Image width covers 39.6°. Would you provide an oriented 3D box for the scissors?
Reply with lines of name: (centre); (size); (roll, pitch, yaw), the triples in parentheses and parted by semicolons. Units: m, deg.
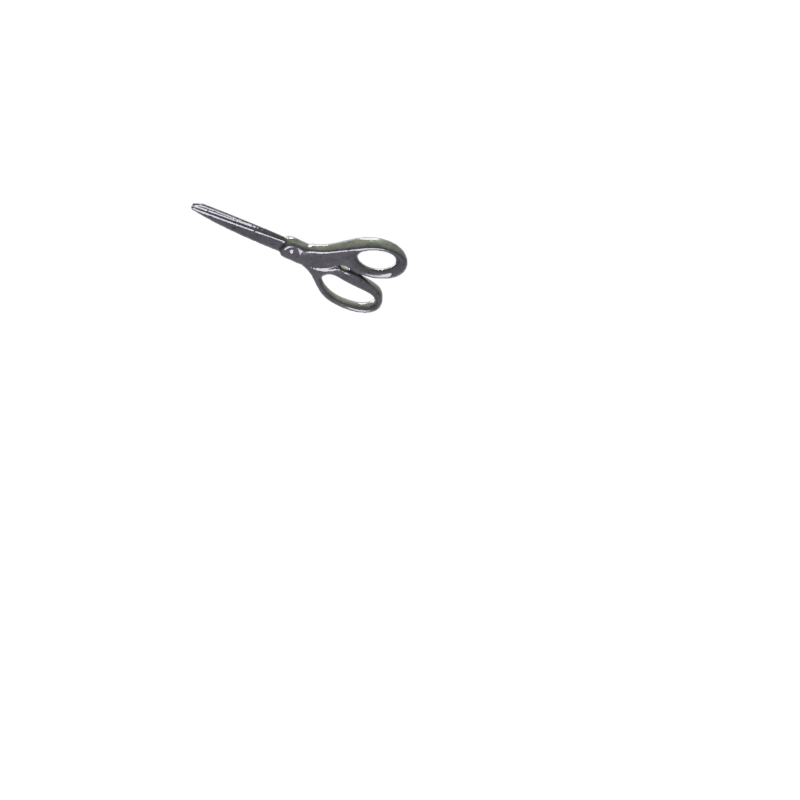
scissors: (-0.075, -0.137, 0.960); (0.096, 0.017, 0.189); (-31, -49, 31)
